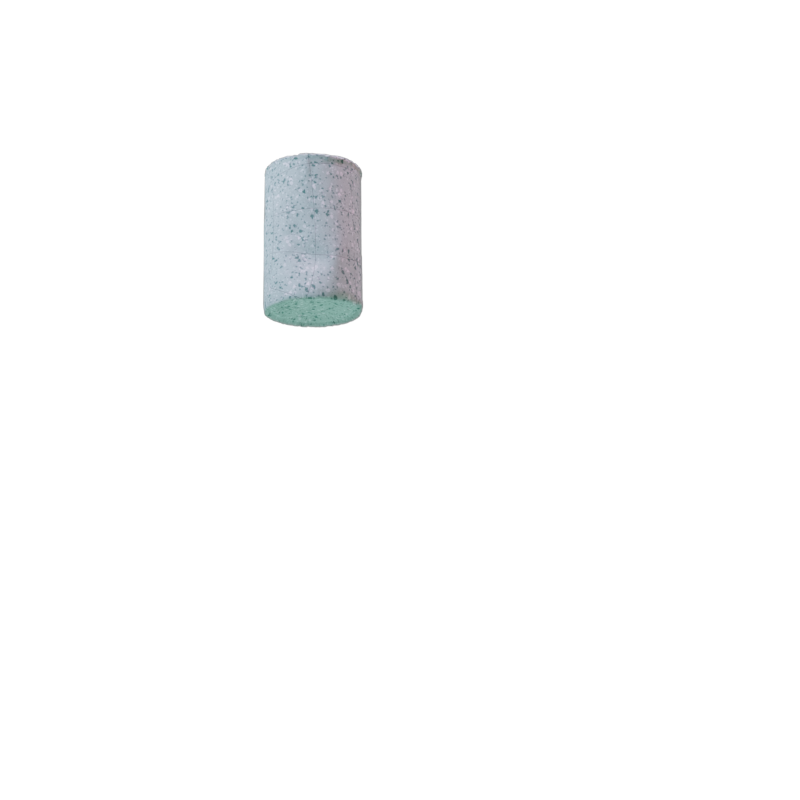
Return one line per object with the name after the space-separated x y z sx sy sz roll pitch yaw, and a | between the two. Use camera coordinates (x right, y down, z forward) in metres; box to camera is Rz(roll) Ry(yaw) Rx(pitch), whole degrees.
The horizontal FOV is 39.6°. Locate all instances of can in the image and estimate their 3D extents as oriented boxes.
-0.059 -0.107 0.750 0.068 0.107 0.066 0 -18 -2 | can
